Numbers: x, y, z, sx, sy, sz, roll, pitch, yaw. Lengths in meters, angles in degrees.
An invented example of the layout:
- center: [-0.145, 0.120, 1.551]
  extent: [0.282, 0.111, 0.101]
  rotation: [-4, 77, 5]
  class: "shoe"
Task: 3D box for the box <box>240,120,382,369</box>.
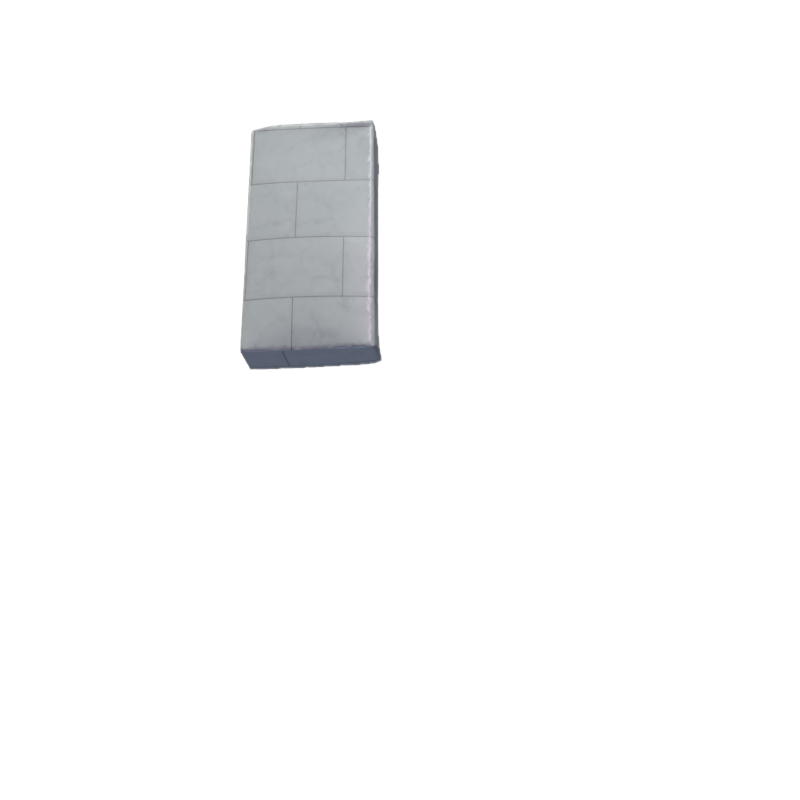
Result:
- center: [-0.062, -0.112, 0.783]
  extent: [0.094, 0.185, 0.045]
  rotation: [-4, -22, 6]
  class: "box"
